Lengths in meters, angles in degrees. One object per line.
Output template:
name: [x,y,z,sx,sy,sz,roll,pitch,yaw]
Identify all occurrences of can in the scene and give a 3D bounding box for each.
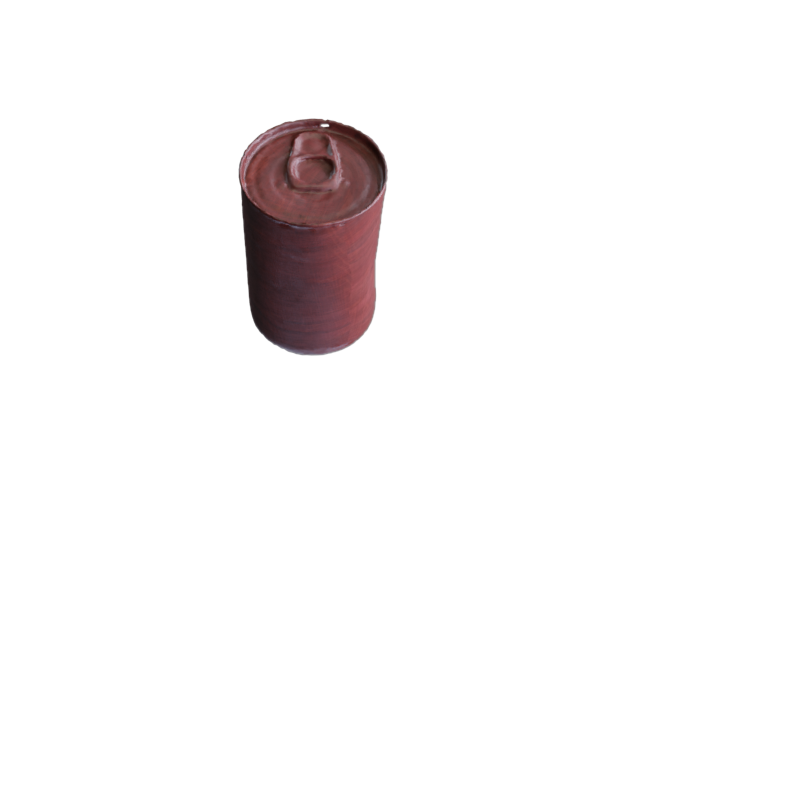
can: [-0.042,-0.077,0.541,0.068,0.073,0.095,0,-36,-3]
